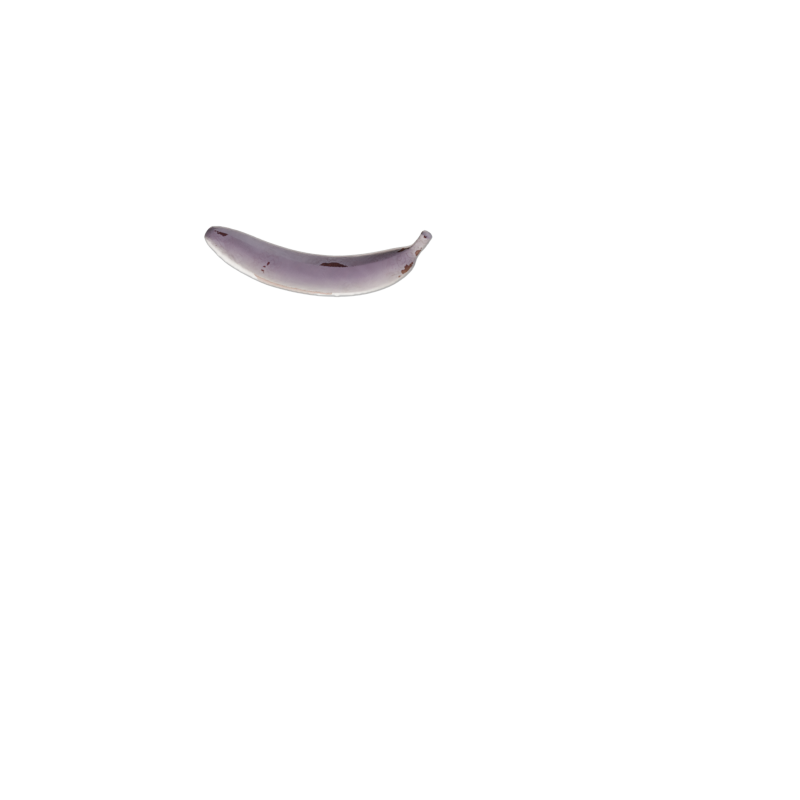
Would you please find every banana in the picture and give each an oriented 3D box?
[{"bbox_3d":[-0.073,-0.123,0.981,0.198,0.066,0.039,0,27,0],"label":"banana"}]
